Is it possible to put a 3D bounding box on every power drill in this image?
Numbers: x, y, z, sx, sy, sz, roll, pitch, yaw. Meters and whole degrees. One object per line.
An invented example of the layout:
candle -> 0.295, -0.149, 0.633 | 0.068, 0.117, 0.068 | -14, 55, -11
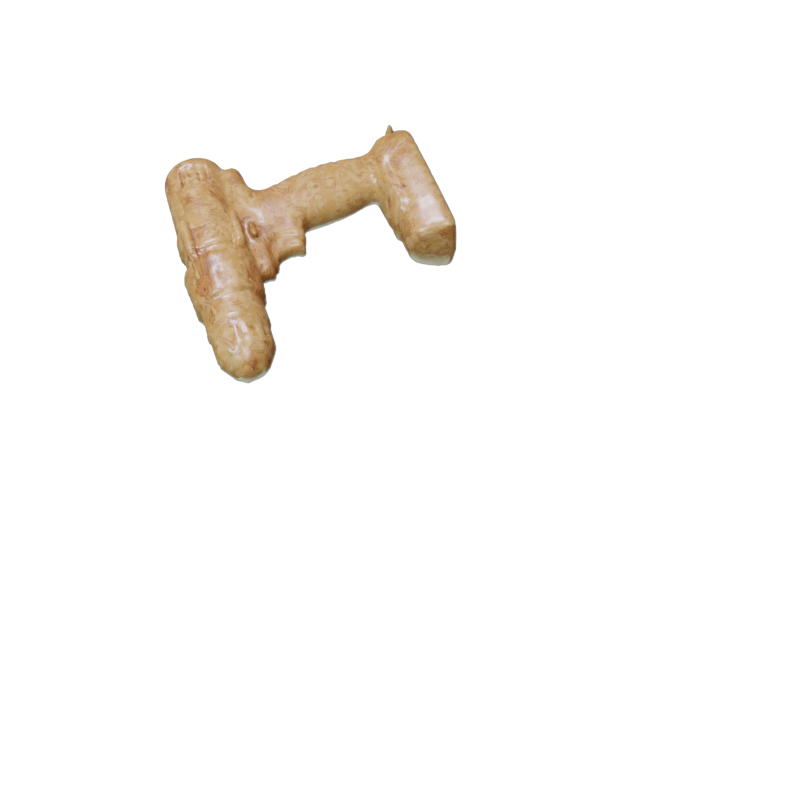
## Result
power drill -> -0.060, -0.110, 0.772 | 0.186, 0.198, 0.054 | -15, -32, -10
